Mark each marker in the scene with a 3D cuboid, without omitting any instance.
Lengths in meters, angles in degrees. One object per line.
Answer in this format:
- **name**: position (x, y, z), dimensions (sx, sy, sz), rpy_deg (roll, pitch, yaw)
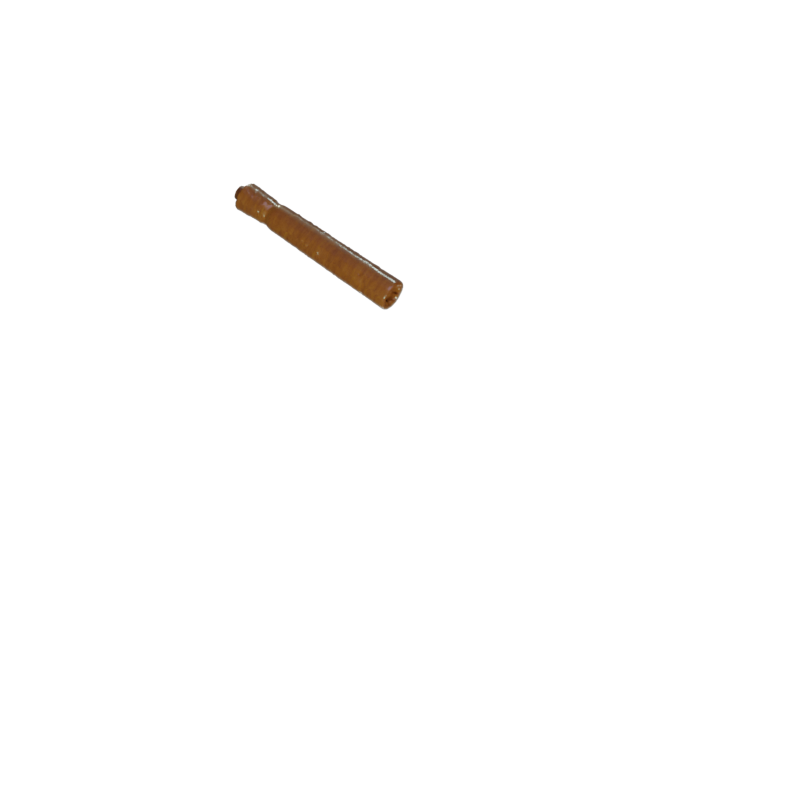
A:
- **marker**: position (-0.051, -0.092, 0.647), dimensions (0.128, 0.019, 0.019), rpy_deg (36, 19, 24)
